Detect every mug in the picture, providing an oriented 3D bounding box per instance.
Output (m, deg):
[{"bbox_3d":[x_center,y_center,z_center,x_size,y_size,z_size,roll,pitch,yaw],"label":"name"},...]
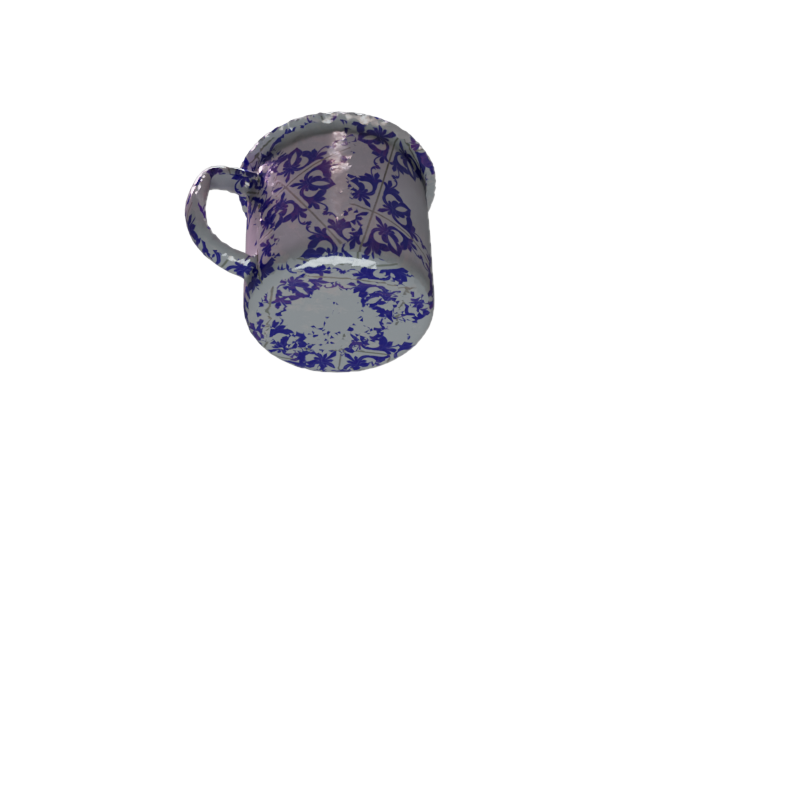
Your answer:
[{"bbox_3d":[-0.038,-0.070,0.488,0.113,0.087,0.090,17,-43,-21],"label":"mug"}]
